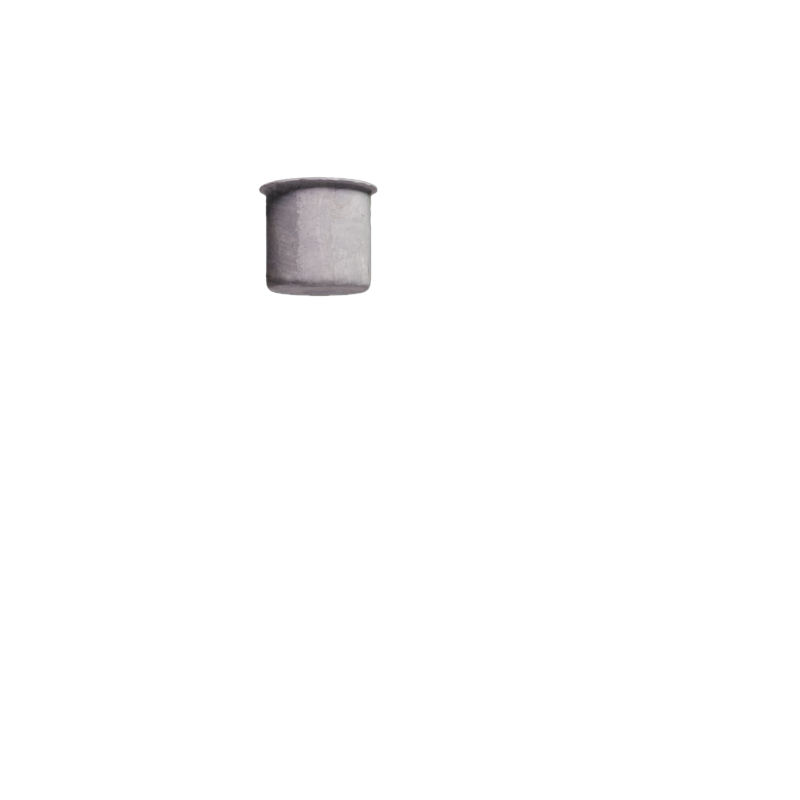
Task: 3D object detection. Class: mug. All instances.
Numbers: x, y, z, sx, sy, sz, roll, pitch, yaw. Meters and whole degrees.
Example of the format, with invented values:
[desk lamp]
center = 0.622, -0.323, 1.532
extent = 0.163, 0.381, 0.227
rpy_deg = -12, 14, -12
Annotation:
[mug]
center = -0.068, -0.125, 0.873
extent = 0.091, 0.083, 0.119
rpy_deg = 1, -3, -22
